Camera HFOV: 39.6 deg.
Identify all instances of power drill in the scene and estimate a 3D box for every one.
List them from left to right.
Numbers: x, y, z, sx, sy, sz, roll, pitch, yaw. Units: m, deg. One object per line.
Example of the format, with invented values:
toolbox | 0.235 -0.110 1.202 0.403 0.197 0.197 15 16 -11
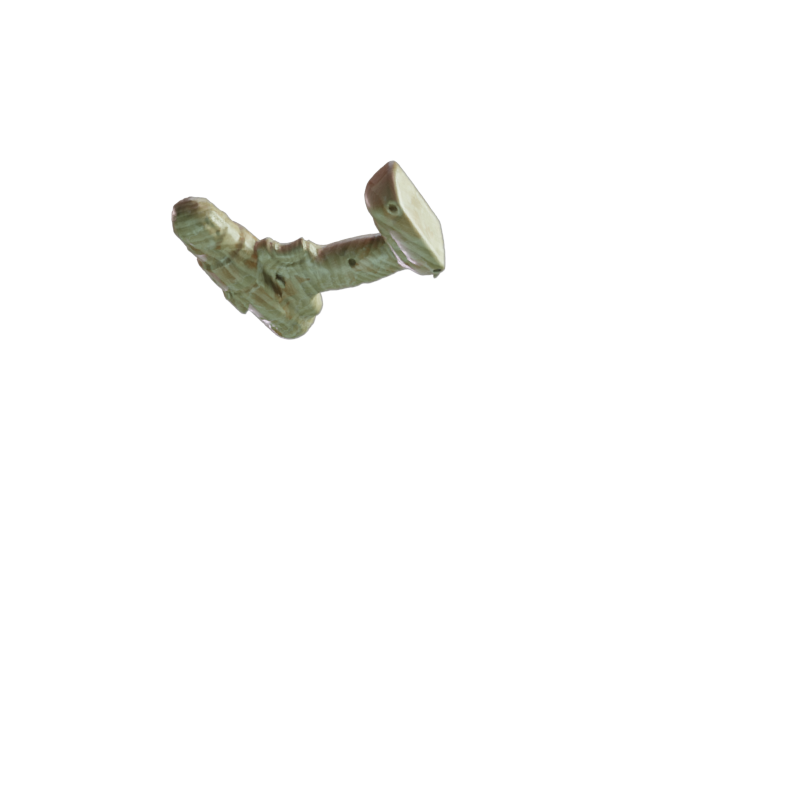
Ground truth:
power drill | -0.071 -0.130 0.912 0.190 0.061 0.170 -16 -36 23
